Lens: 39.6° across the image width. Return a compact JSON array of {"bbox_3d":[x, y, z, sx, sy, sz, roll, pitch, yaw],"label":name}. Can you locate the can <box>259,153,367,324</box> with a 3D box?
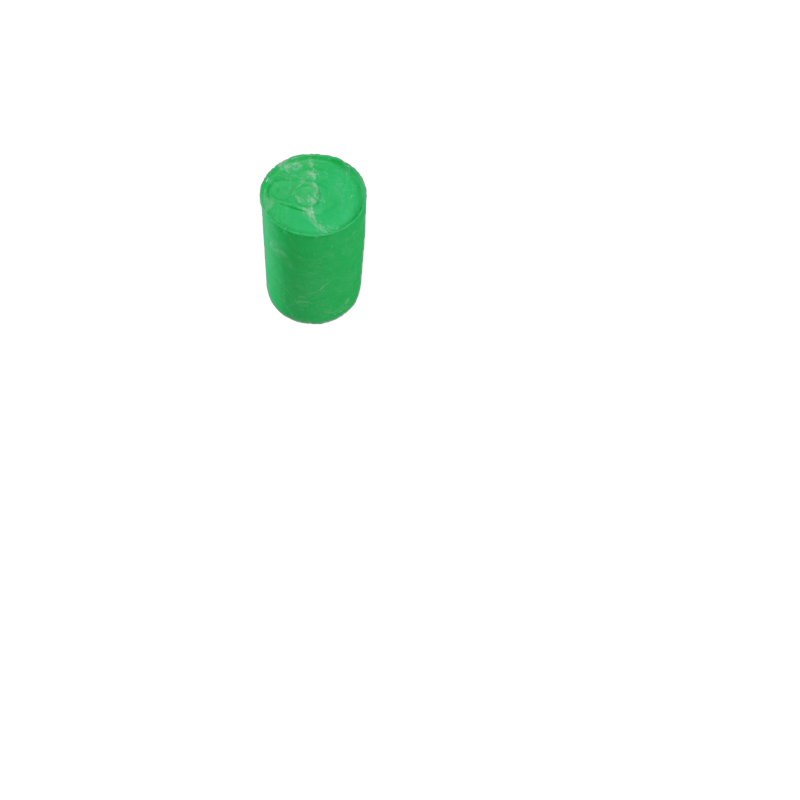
[{"bbox_3d":[-0.058,-0.105,0.738,0.068,0.073,0.096,0,-33,-3],"label":"can"}]
